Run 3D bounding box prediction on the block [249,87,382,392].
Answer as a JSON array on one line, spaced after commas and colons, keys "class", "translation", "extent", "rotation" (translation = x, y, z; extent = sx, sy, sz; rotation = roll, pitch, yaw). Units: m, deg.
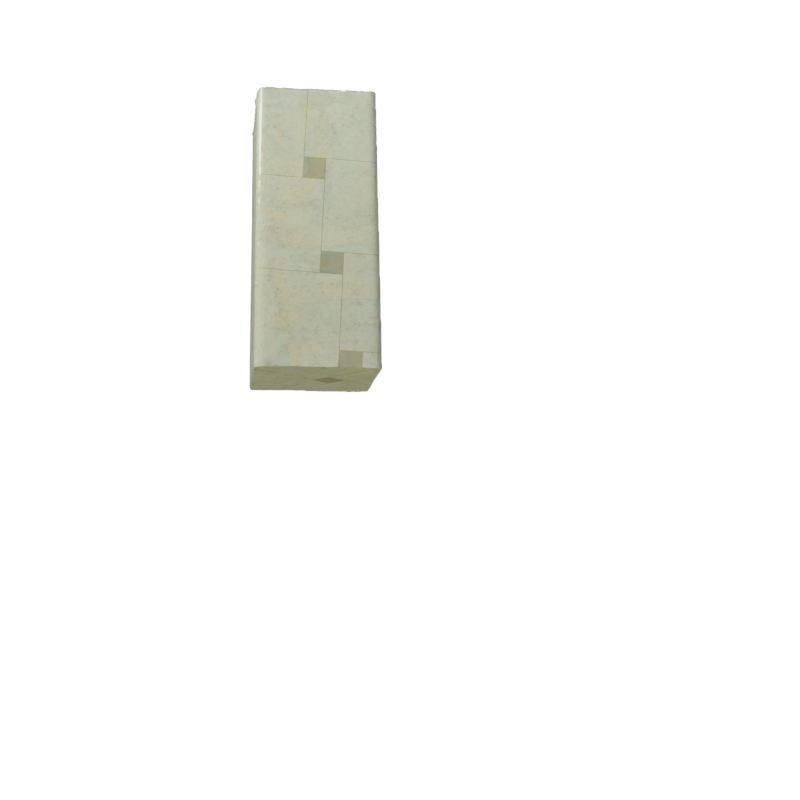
[{"class": "block", "translation": [-0.065, -0.117, 0.817], "extent": [0.089, 0.215, 0.088], "rotation": [1, -17, -7]}]
